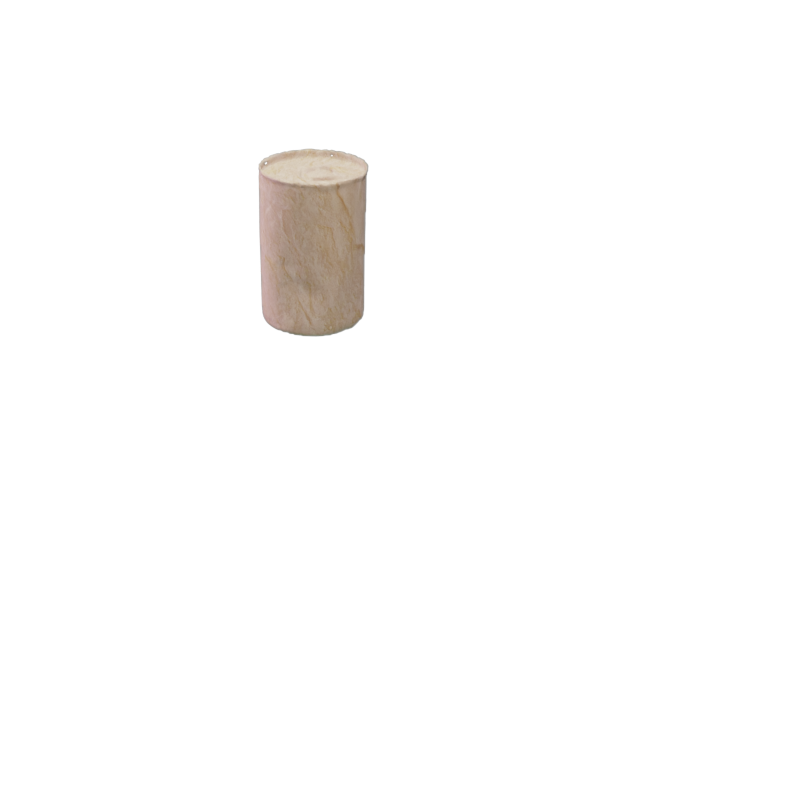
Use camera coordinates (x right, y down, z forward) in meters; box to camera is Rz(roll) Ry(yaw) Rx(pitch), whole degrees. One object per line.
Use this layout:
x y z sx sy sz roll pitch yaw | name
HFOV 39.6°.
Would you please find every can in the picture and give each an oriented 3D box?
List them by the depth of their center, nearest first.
-0.055 -0.100 0.700 0.068 0.097 0.072 0 25 -2 | can
